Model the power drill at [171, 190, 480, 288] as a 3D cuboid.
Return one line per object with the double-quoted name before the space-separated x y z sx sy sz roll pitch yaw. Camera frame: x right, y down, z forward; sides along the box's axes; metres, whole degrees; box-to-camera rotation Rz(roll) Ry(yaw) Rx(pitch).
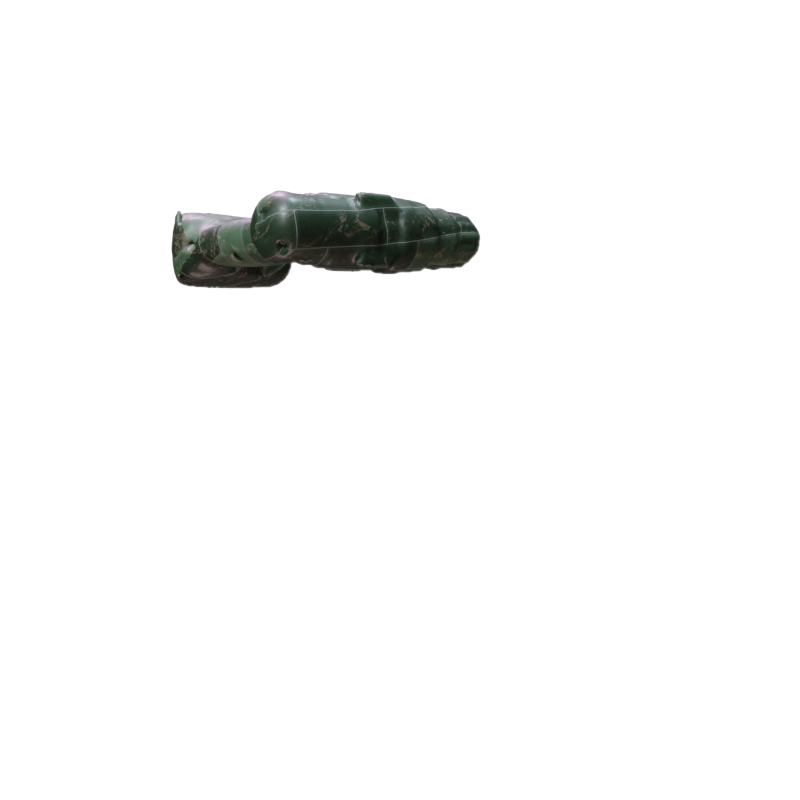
"power drill" -0.062 -0.114 0.796 0.177 0.058 0.193 1 -1 -40
